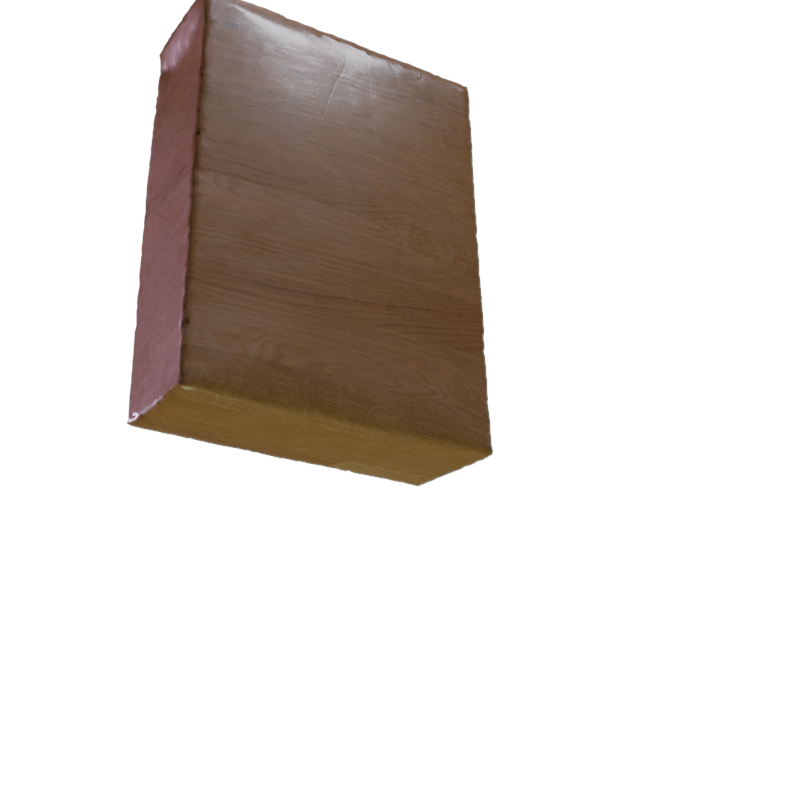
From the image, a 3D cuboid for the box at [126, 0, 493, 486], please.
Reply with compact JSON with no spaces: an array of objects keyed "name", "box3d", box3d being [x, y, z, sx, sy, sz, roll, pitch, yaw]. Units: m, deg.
[{"name":"box","box3d":[-0.043,-0.079,0.554,0.157,0.227,0.071,14,-31,-28]}]
